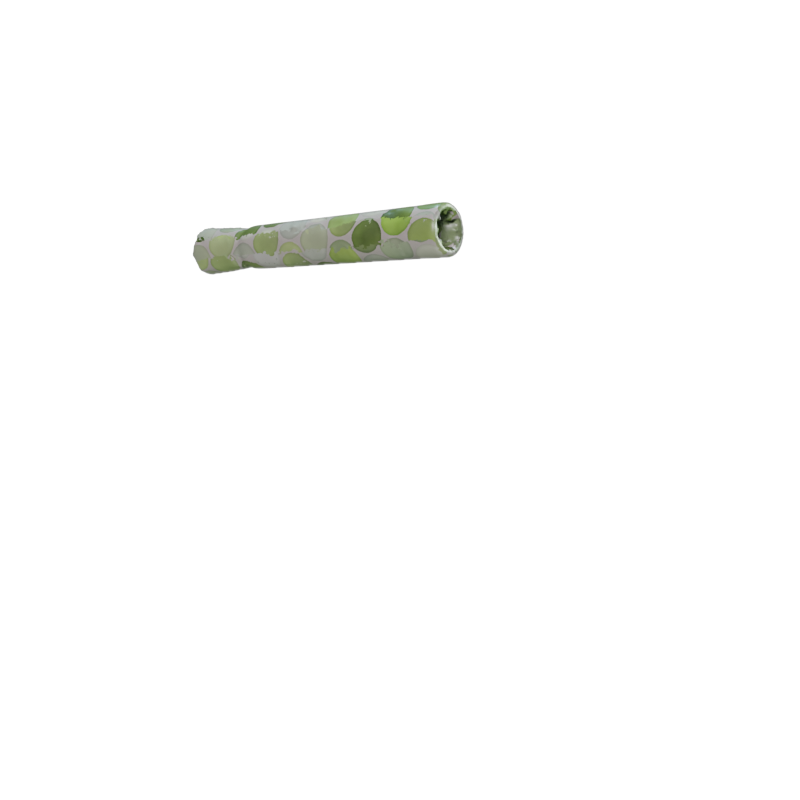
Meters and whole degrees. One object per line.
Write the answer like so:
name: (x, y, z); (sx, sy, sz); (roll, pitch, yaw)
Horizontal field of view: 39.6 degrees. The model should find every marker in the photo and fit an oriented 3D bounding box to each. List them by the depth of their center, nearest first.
marker: (-0.032, -0.059, 0.412); (0.125, 0.020, 0.019); (1, 4, 39)
